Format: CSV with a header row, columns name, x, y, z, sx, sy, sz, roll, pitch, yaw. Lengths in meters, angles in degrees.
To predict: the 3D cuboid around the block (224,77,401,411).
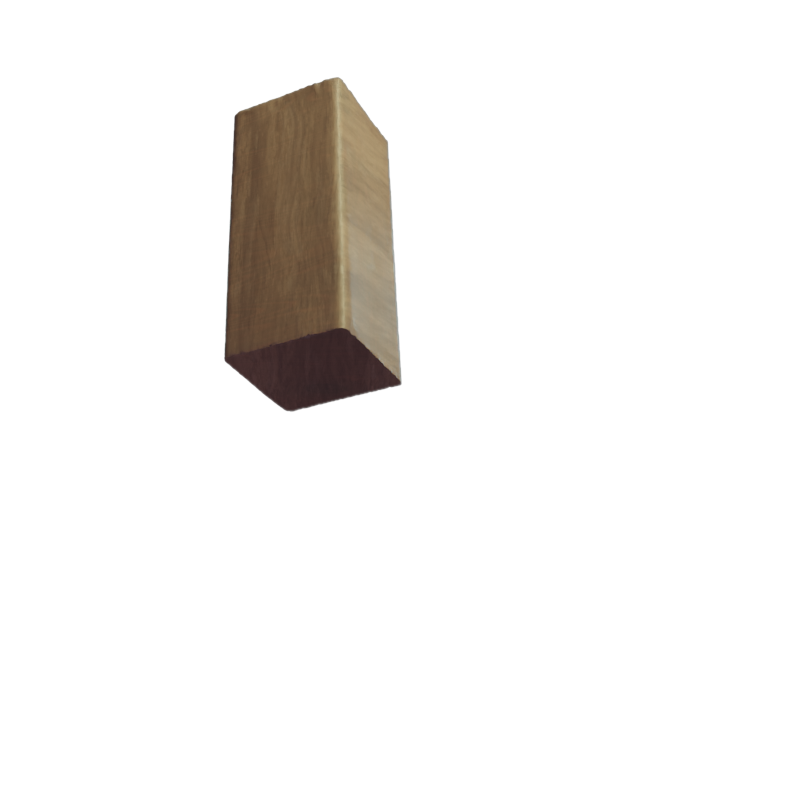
name,x,y,z,sx,sy,sz,roll,pitch,yaw
block,-0.061,-0.111,0.776,0.092,0.220,0.083,-16,-34,21
